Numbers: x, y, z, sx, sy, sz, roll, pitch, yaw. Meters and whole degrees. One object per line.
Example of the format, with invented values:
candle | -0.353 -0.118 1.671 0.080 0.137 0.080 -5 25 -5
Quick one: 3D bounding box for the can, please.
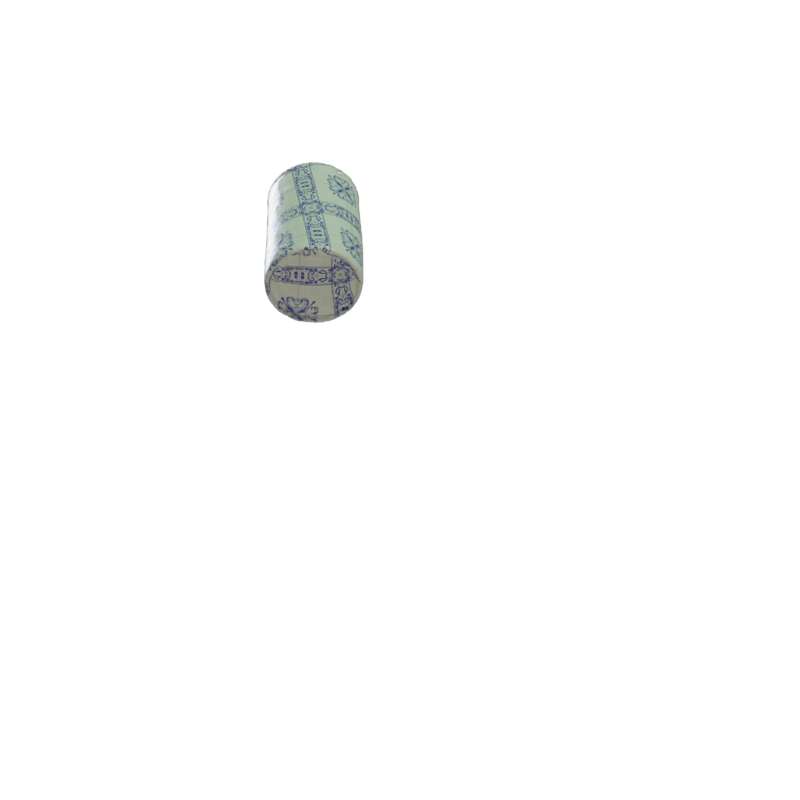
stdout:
can | -0.061 -0.111 0.776 0.068 0.064 0.110 -1 41 -3
